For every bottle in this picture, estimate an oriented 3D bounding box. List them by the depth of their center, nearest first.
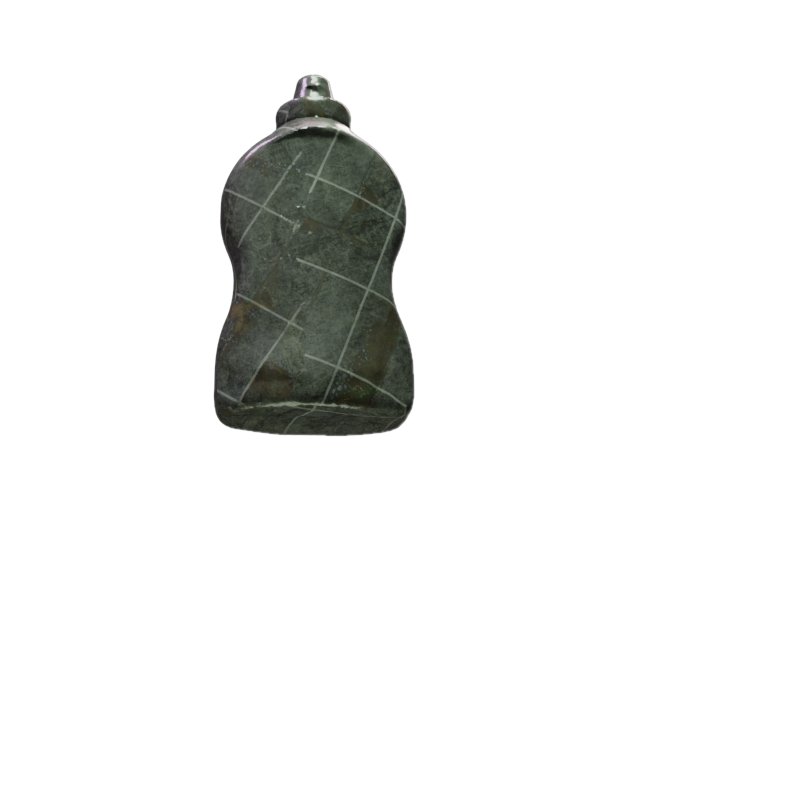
[{"bbox_3d":[-0.044,-0.081,0.569,0.095,0.202,0.056,0,-23,-4],"label":"bottle"}]
